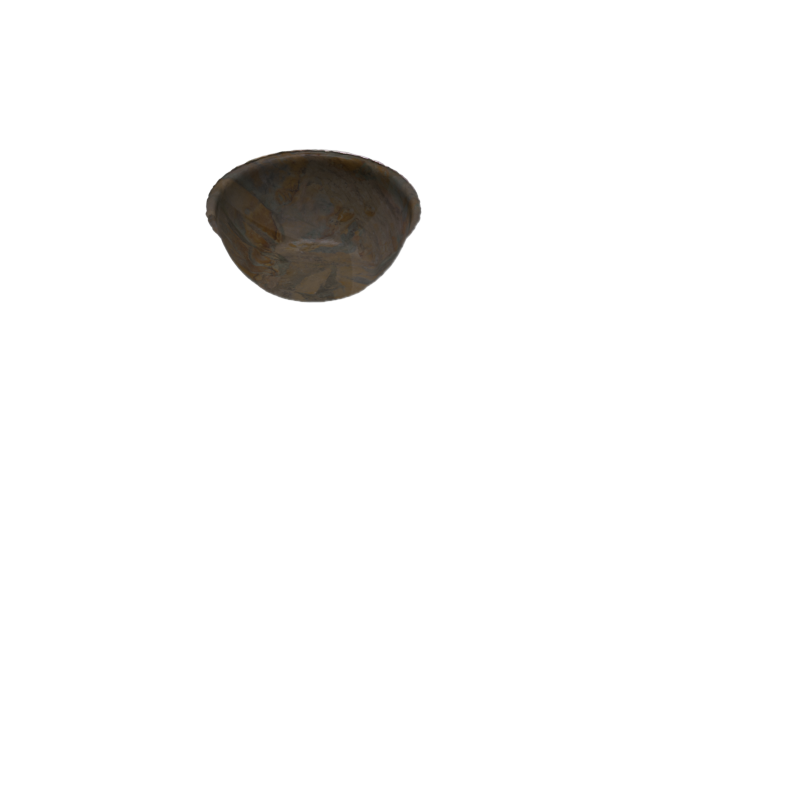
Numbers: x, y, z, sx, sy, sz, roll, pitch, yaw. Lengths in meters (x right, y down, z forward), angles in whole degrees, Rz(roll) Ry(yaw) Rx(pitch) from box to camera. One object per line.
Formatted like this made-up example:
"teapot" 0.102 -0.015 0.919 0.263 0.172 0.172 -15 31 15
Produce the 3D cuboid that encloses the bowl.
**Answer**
"bowl" -0.064 -0.117 0.821 0.162 0.058 0.153 1 -25 -2
